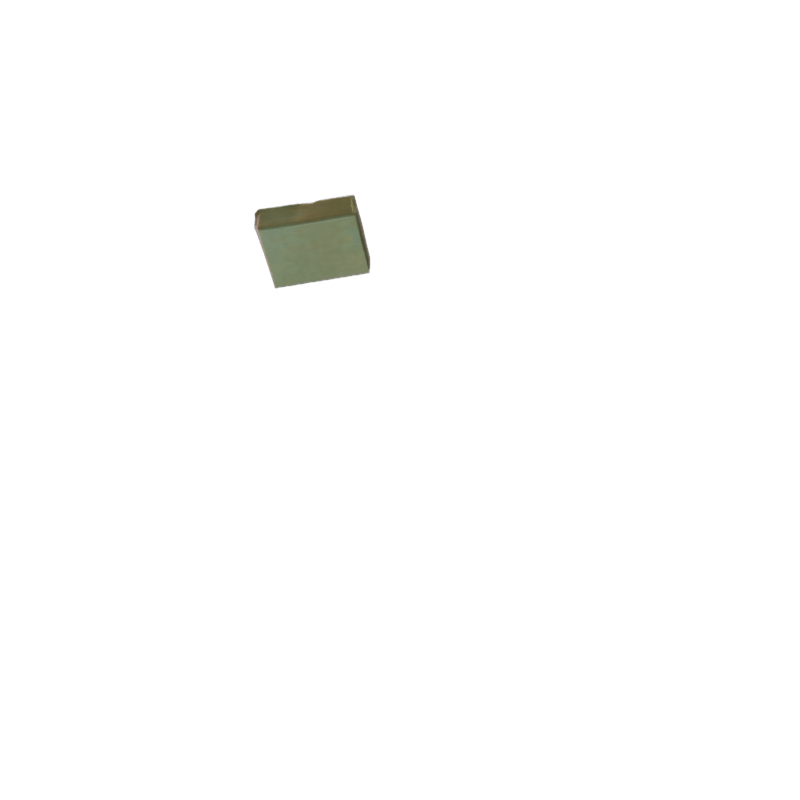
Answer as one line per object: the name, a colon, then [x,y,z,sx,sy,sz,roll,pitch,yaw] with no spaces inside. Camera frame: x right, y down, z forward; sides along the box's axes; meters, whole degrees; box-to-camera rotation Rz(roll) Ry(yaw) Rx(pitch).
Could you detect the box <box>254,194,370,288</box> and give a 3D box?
box: [-0.076,-0.138,0.966,0.090,0.032,0.067,-7,-43,8]
